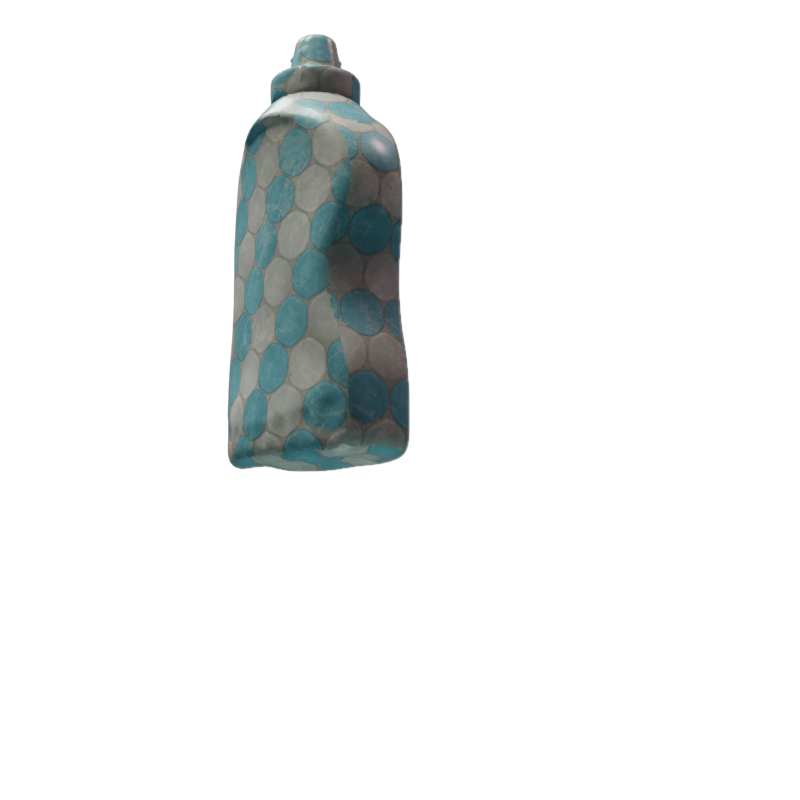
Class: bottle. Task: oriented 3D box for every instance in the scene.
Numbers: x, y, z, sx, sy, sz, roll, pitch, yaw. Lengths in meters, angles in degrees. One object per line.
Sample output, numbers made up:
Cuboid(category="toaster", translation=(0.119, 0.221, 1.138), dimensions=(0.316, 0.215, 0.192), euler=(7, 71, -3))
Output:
Cuboid(category="bottle", translation=(-0.037, -0.069, 0.482), dimensions=(0.056, 0.199, 0.097), euler=(9, -17, -33))
